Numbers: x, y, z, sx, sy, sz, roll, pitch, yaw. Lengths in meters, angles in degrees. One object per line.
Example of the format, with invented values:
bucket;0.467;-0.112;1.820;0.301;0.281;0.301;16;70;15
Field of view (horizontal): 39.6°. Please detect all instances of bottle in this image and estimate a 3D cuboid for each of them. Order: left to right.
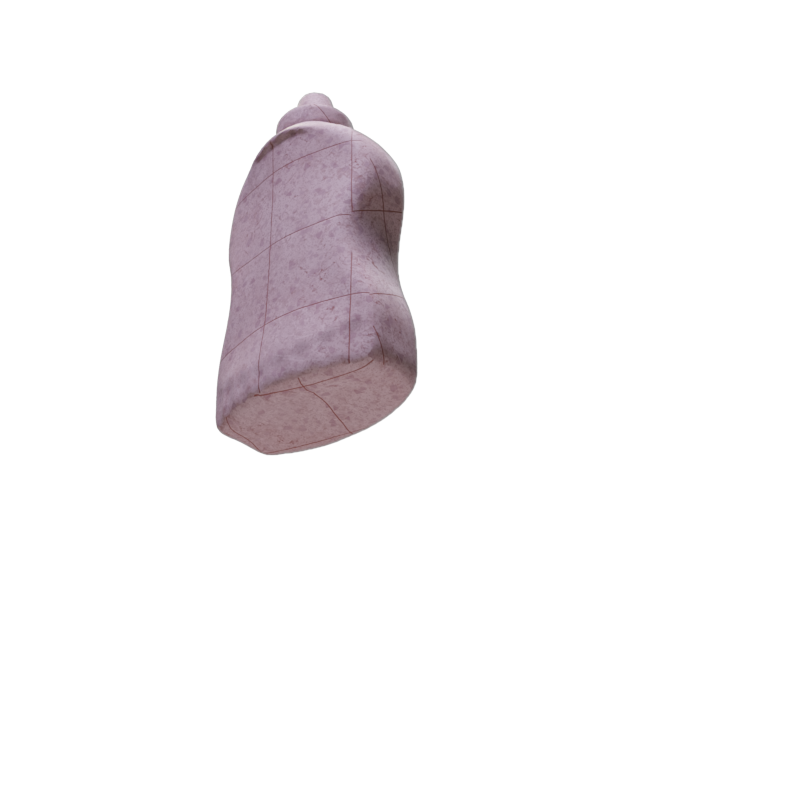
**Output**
bottle;-0.042;-0.076;0.534;0.096;0.205;0.054;-29;-43;32
